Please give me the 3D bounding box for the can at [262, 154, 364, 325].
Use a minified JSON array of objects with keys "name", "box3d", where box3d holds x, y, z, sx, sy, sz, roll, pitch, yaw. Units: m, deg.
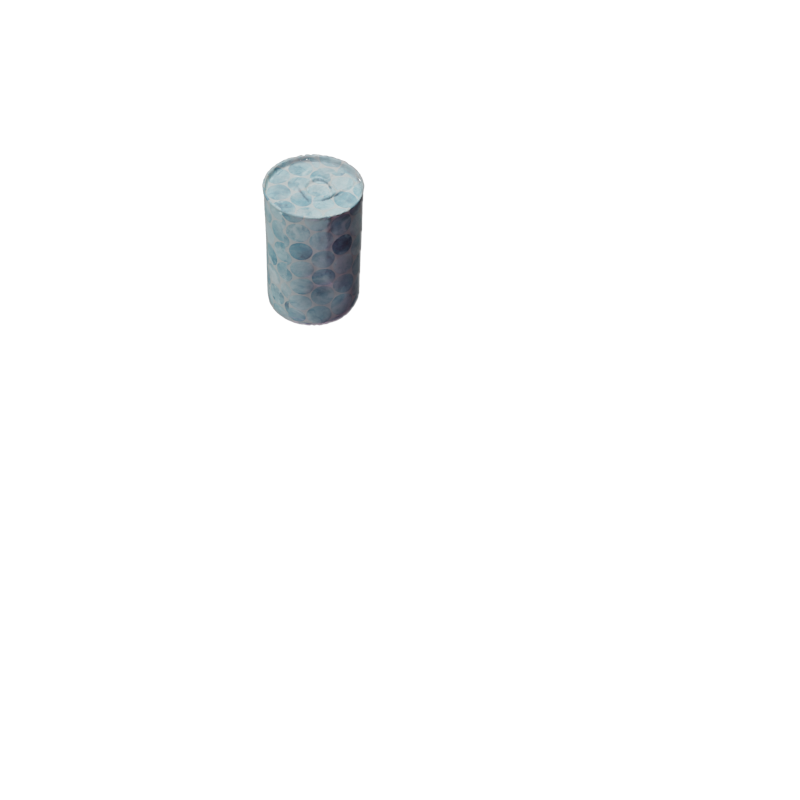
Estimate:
[{"name":"can","box3d":[-0.060,-0.110,0.772,0.068,0.074,0.095,0,-45,-3]}]
